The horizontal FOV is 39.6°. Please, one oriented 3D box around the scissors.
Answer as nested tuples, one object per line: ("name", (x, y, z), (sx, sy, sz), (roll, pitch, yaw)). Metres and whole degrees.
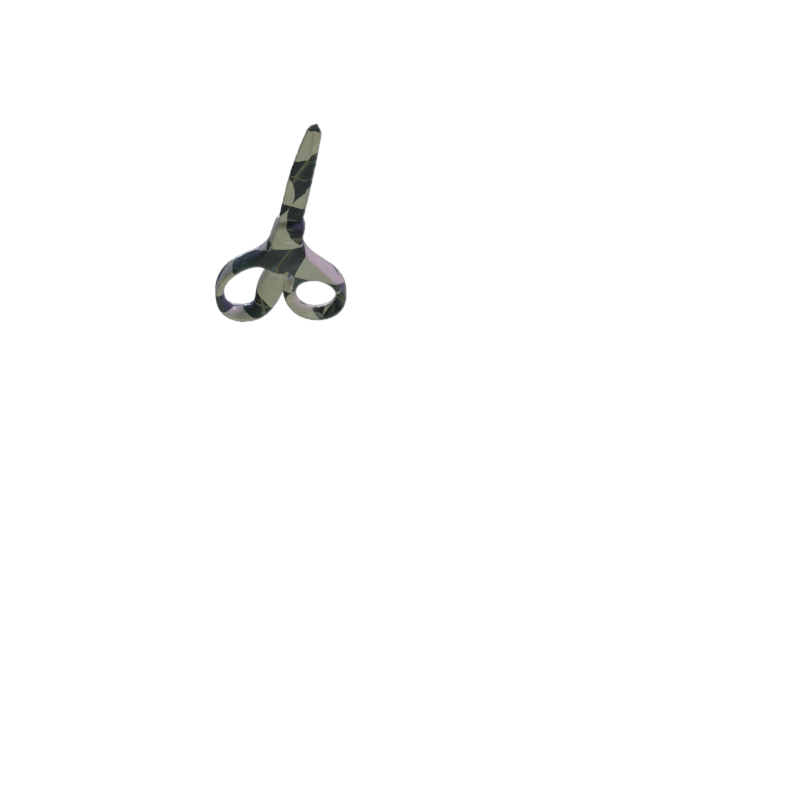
("scissors", (-0.054, -0.099, 0.692), (0.092, 0.017, 0.197), (14, -32, -24))
